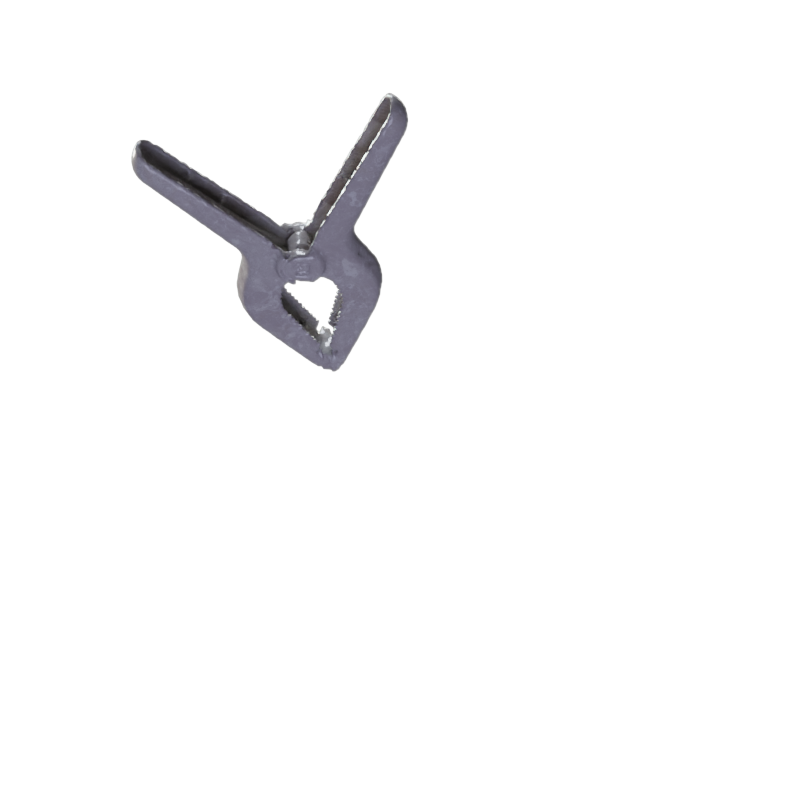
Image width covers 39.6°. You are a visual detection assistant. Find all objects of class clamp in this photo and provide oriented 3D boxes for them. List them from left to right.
[{"bbox_3d":[-0.055,-0.100,0.702,0.166,0.039,0.194,-13,-47,12],"label":"clamp"}]
